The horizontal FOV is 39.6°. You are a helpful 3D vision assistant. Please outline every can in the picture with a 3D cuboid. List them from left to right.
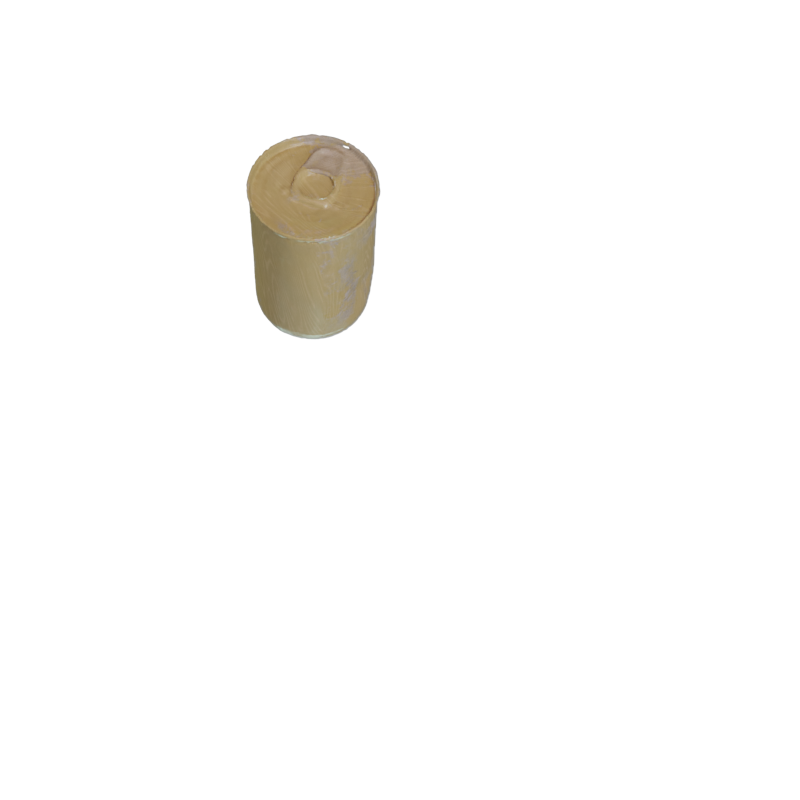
[{"bbox_3d":[-0.047,-0.086,0.604,0.068,0.073,0.096,0,-30,-3],"label":"can"}]
